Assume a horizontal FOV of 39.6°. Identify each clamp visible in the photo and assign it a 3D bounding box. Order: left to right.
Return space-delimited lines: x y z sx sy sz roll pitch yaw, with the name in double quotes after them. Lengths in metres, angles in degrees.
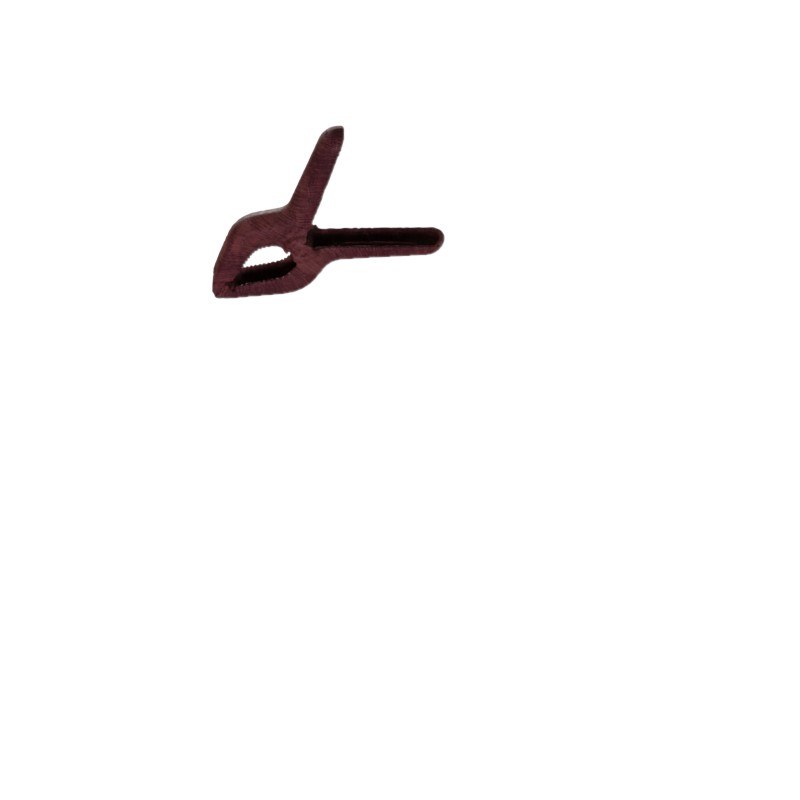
-0.077 -0.141 0.984 0.209 0.039 0.154 -31 -50 30 "clamp"
